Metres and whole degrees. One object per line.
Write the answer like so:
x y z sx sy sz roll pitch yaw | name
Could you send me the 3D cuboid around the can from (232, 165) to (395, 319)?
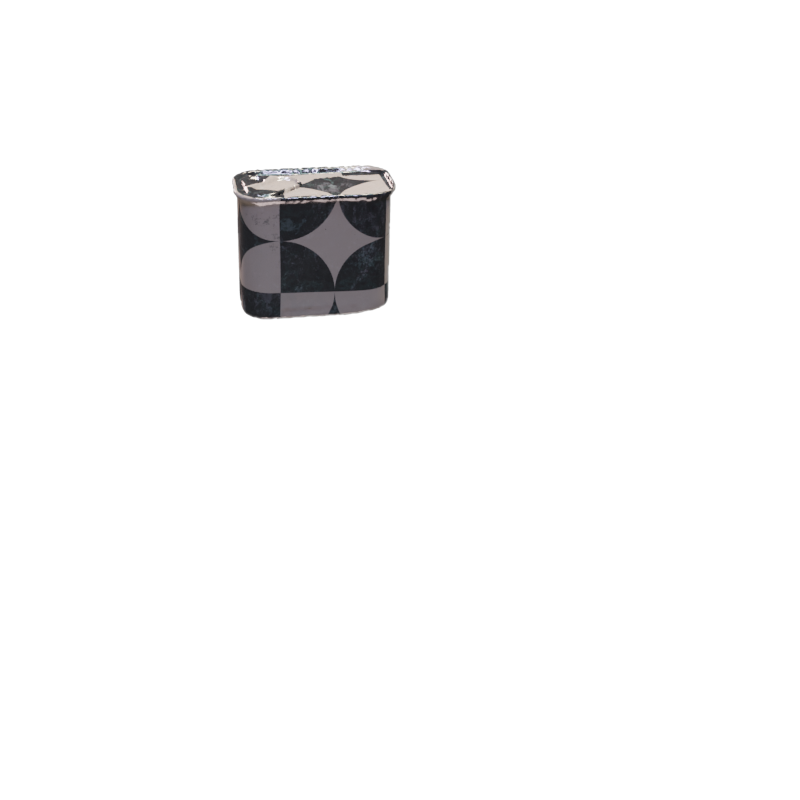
-0.056 -0.102 0.716 0.101 0.080 0.061 -3 25 -8 | can
